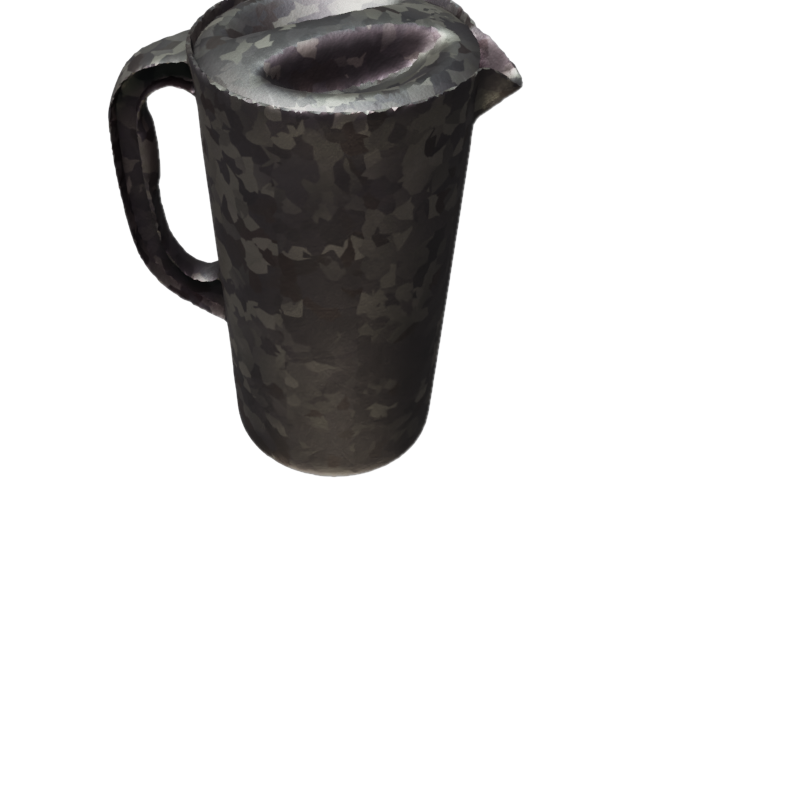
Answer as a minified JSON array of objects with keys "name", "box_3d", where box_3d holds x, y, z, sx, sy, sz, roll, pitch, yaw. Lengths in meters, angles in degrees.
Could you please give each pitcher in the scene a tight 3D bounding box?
[{"name":"pitcher","box_3d":[-0.044,-0.080,0.558,0.145,0.227,0.159,-32,51,-34]}]
